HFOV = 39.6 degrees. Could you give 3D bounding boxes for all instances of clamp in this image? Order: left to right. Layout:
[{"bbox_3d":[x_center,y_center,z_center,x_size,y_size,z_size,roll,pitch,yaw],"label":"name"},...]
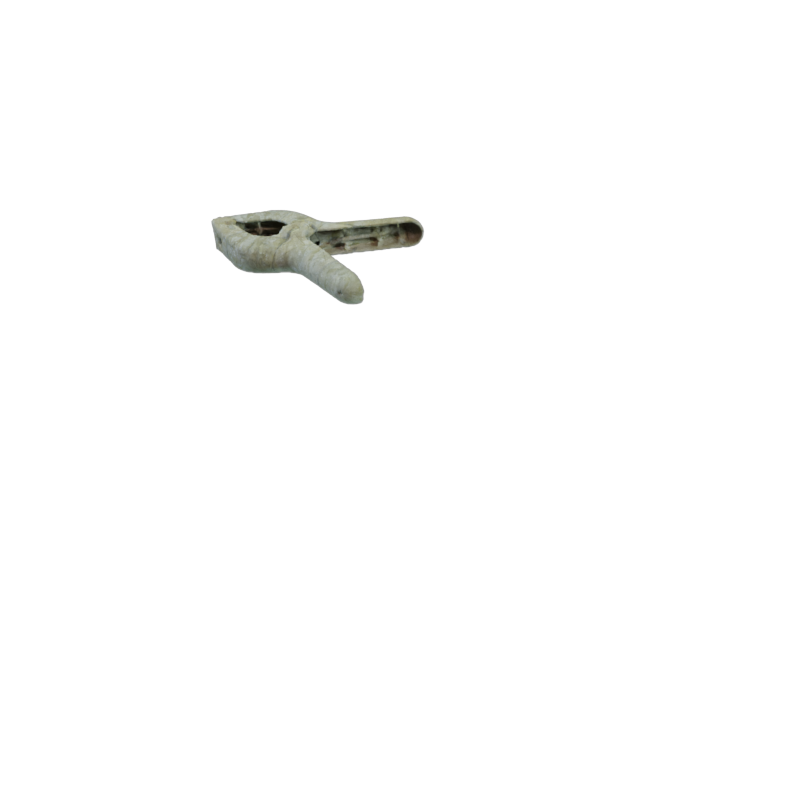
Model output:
[{"bbox_3d":[-0.070,-0.127,0.890,0.181,0.037,0.120,20,35,31],"label":"clamp"}]
